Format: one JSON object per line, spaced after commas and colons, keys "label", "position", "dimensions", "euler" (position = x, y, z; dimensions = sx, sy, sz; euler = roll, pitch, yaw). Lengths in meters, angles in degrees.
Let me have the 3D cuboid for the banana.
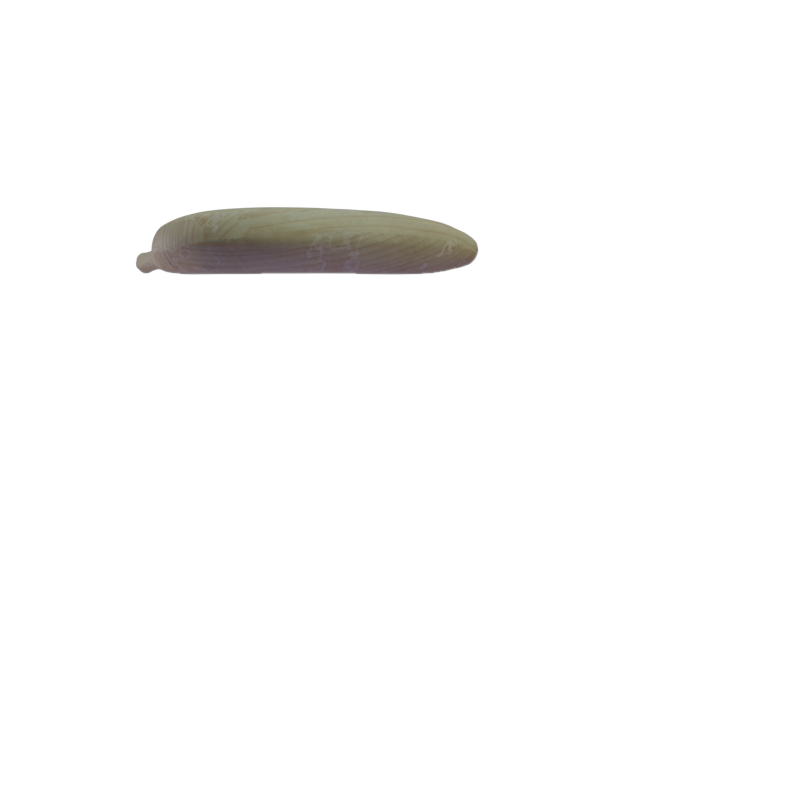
{"label": "banana", "position": [-0.052, -0.088, 0.614], "dimensions": [0.197, 0.037, 0.070], "euler": [0, 6, -1]}
